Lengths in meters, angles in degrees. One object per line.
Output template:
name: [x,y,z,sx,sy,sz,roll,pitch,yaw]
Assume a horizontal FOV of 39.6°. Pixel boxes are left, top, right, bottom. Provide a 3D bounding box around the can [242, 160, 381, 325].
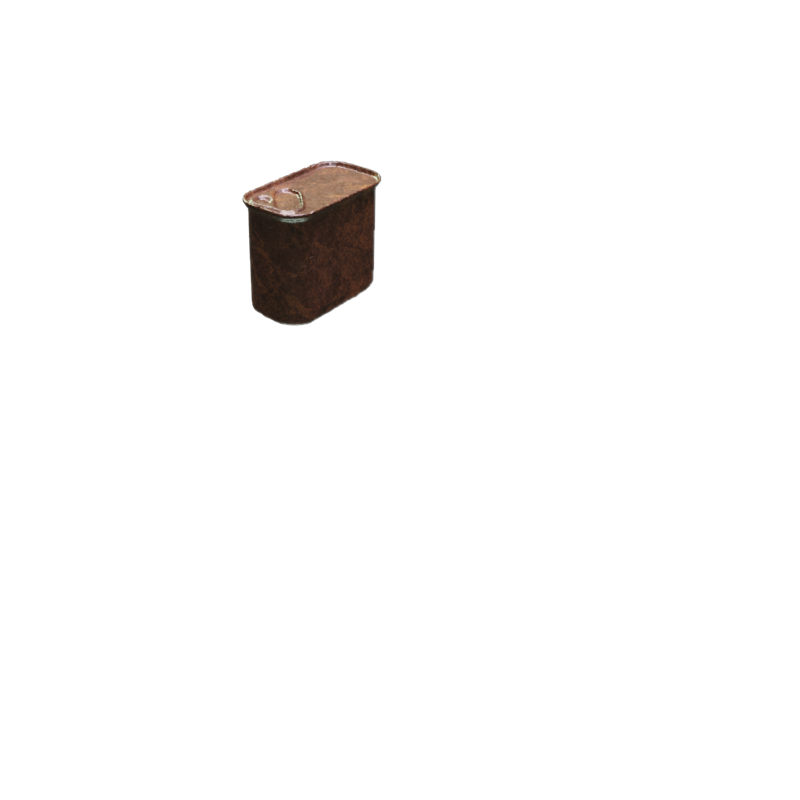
can: [-0.060,-0.110,0.769,0.061,0.079,0.102,20,35,32]
